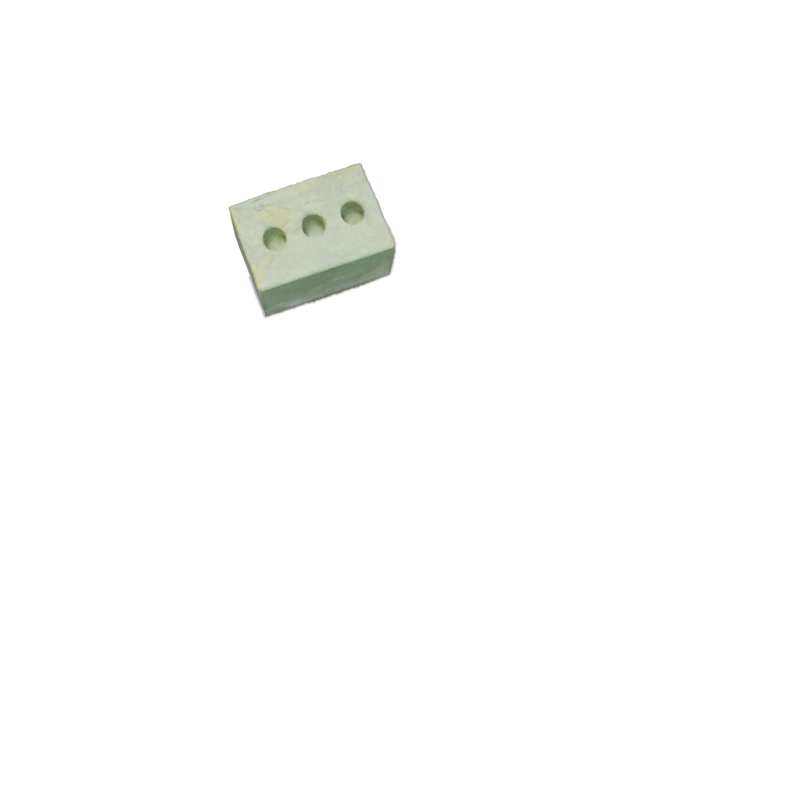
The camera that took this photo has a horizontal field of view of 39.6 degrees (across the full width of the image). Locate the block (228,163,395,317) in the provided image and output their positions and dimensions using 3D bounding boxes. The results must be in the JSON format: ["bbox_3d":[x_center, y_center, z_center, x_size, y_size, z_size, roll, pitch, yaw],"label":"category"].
[{"bbox_3d":[-0.047,-0.086,0.605,0.078,0.055,0.049,-20,-15,-7],"label":"block"}]
